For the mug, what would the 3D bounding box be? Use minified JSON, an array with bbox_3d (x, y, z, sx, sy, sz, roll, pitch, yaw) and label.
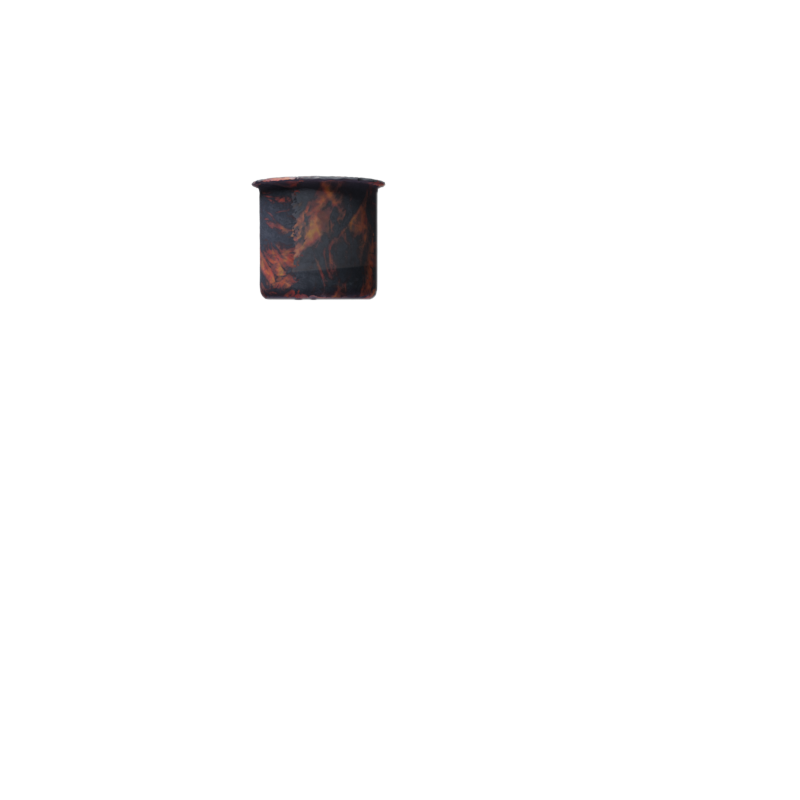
[{"bbox_3d":[-0.061,-0.111,0.779,0.091,0.082,0.120,-1,3,-21],"label":"mug"}]
